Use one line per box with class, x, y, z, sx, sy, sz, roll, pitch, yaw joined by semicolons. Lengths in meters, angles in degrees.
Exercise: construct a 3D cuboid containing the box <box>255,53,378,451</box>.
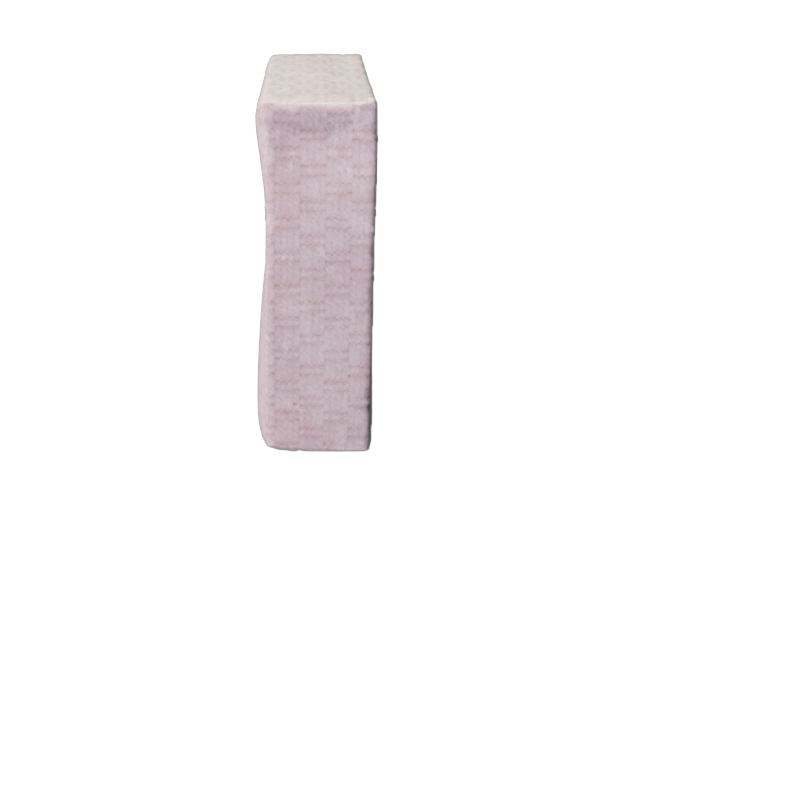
box;-0.055;-0.100;0.699;0.071;0.204;0.172;0;22;-5
